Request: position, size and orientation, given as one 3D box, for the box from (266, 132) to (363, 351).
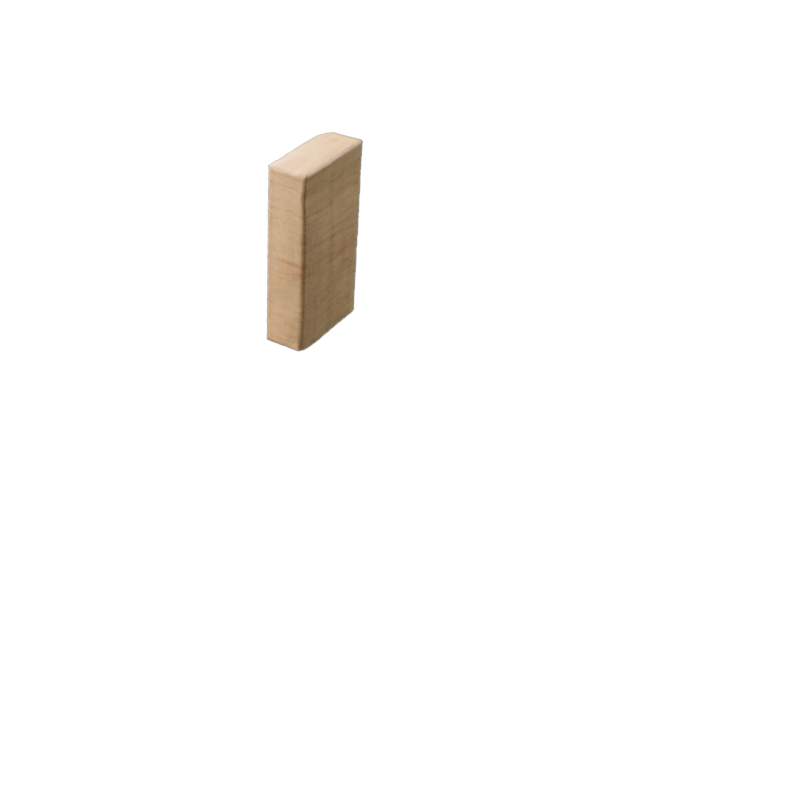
[{"bbox_3d":[-0.077,-0.140,0.976,0.050,0.166,0.095,18,34,25],"label":"box"}]
